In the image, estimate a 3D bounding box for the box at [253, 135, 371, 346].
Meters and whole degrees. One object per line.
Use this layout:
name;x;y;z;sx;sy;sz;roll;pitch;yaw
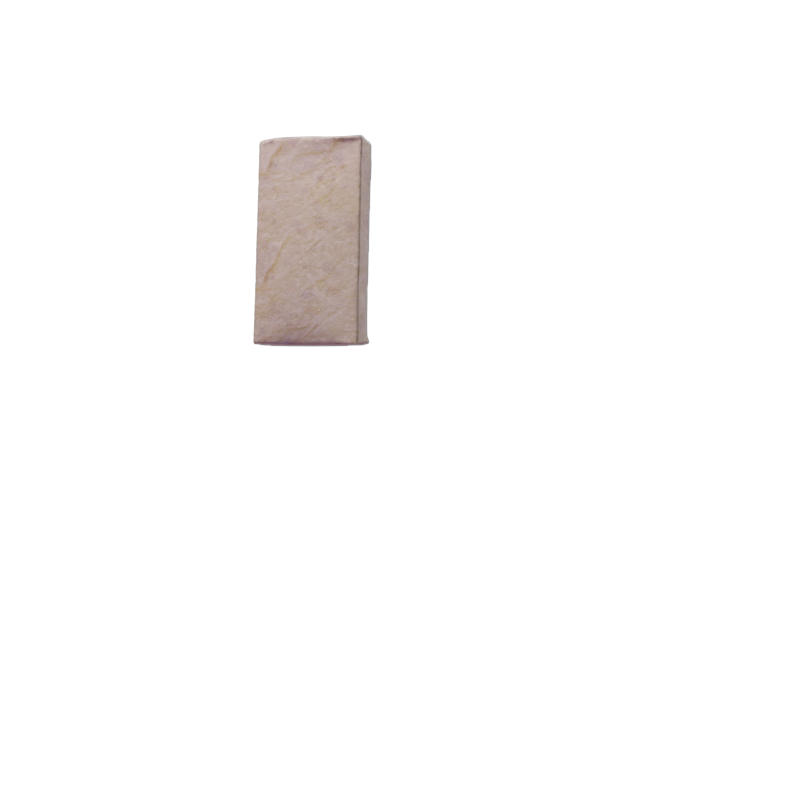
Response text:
box;-0.074;-0.134;0.938;0.095;0.178;0.047;-1;-4;15
